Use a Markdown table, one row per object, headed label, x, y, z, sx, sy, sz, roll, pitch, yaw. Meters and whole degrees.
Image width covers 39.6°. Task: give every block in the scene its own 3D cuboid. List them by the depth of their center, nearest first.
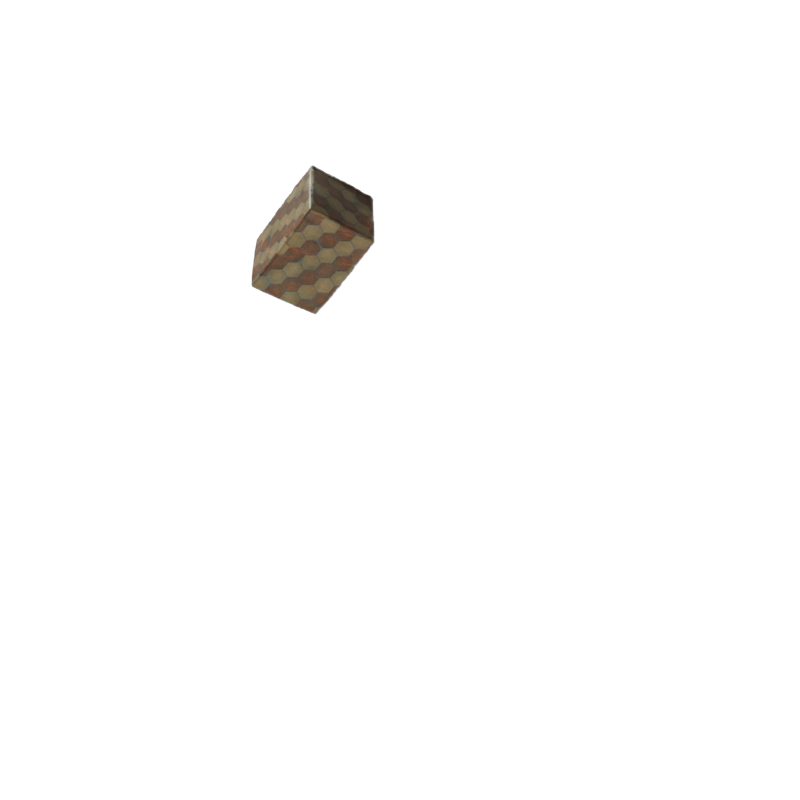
| label | x | y | z | sx | sy | sz | roll | pitch | yaw |
| --- | --- | --- | --- | --- | --- | --- | --- | --- | --- |
| block | -0.059 | -0.108 | 0.758 | 0.050 | 0.055 | 0.076 | 27 | -55 | -23 |
